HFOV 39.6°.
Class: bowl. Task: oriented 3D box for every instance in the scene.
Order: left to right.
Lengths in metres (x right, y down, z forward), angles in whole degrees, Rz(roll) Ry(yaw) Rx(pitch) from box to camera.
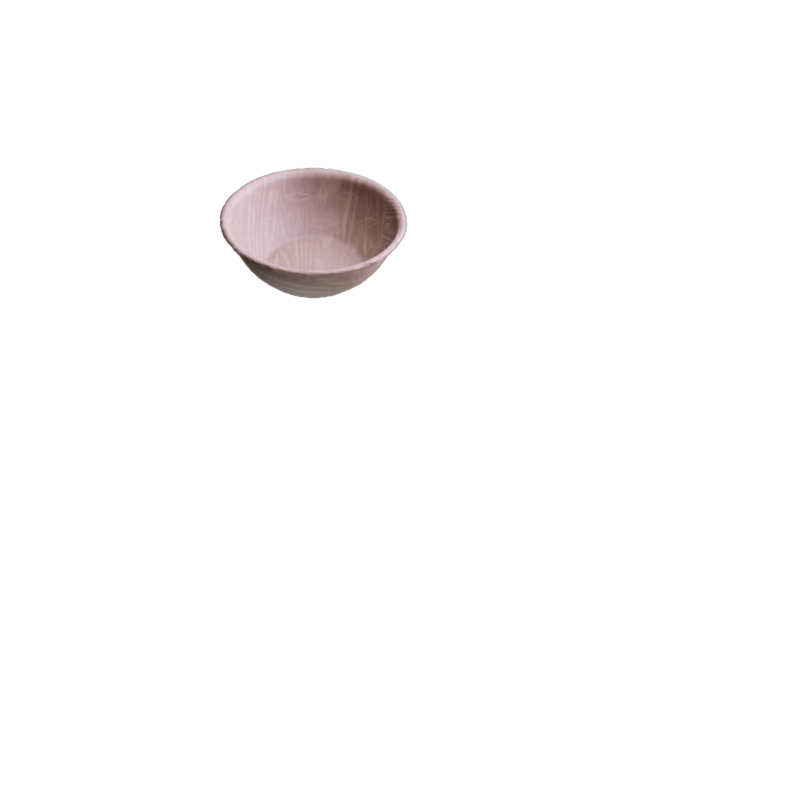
[{"bbox_3d":[-0.076,-0.138,0.969,0.162,0.051,0.174,-1,41,-2],"label":"bowl"}]
